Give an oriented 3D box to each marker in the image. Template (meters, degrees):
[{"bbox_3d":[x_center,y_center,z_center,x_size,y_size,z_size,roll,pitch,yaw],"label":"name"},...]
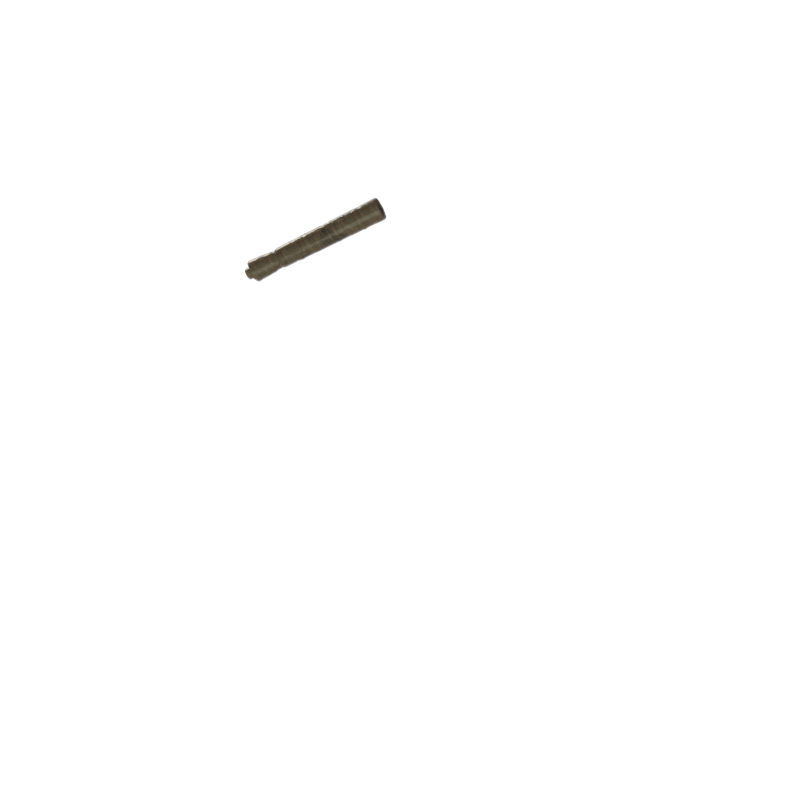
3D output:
[{"bbox_3d":[-0.069,-0.125,0.875,0.121,0.020,0.020,-25,-1,13],"label":"marker"}]
